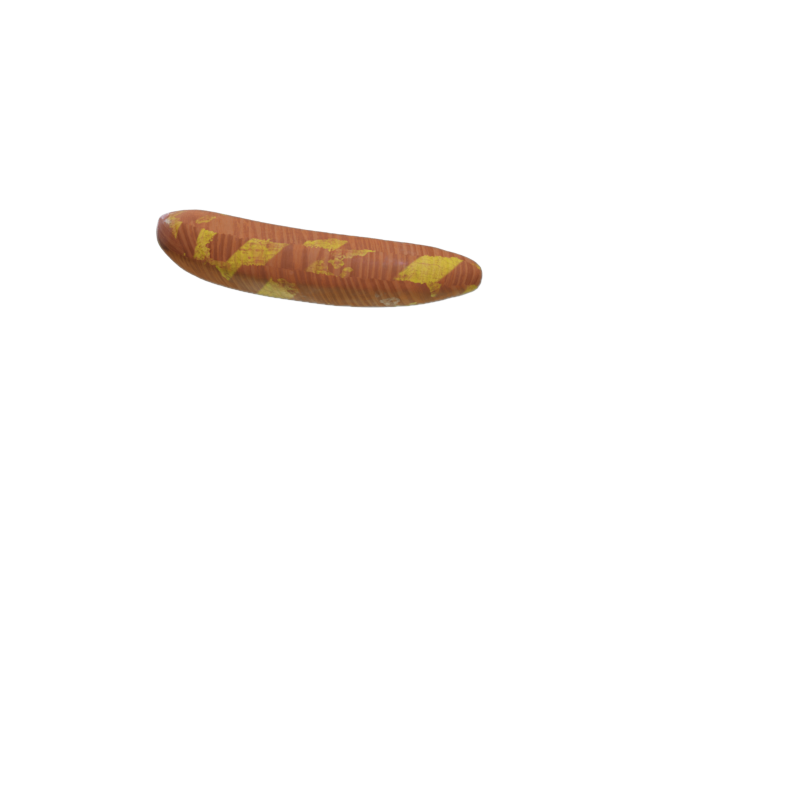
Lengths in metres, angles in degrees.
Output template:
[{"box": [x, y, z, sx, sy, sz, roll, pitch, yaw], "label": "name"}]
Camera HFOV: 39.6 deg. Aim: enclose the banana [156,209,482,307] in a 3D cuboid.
[{"box": [-0.059, -0.079, 0.593, 0.206, 0.035, 0.071, 15, 32, 24], "label": "banana"}]
